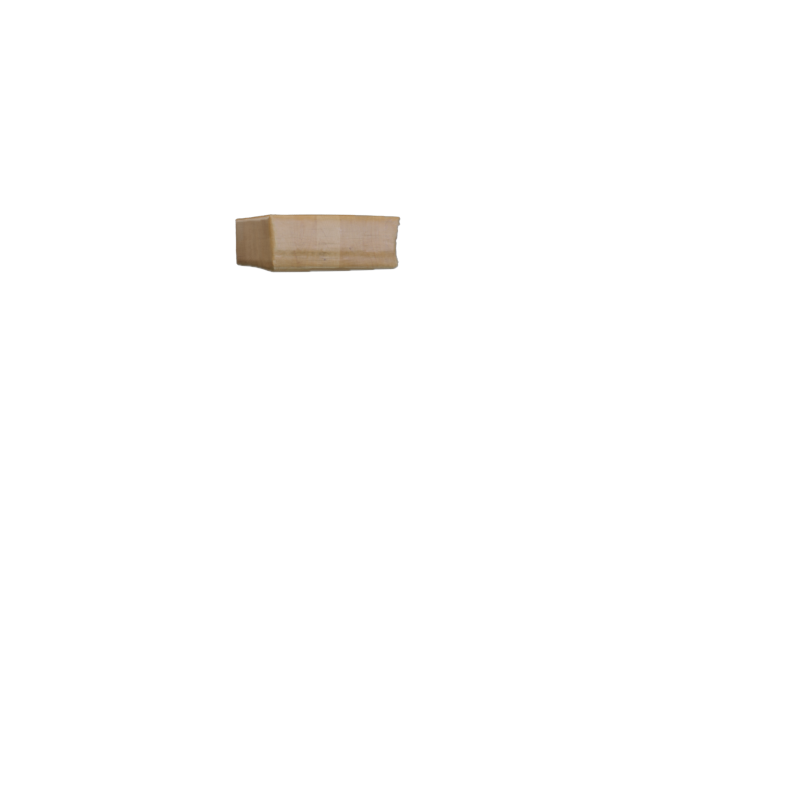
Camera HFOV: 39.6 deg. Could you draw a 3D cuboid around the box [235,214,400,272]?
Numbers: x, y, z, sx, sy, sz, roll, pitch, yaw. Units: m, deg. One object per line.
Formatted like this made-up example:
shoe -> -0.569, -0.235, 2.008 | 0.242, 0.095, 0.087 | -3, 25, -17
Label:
box -> -0.060, -0.110, 0.768 | 0.088, 0.038, 0.117 | -3, 9, -18
